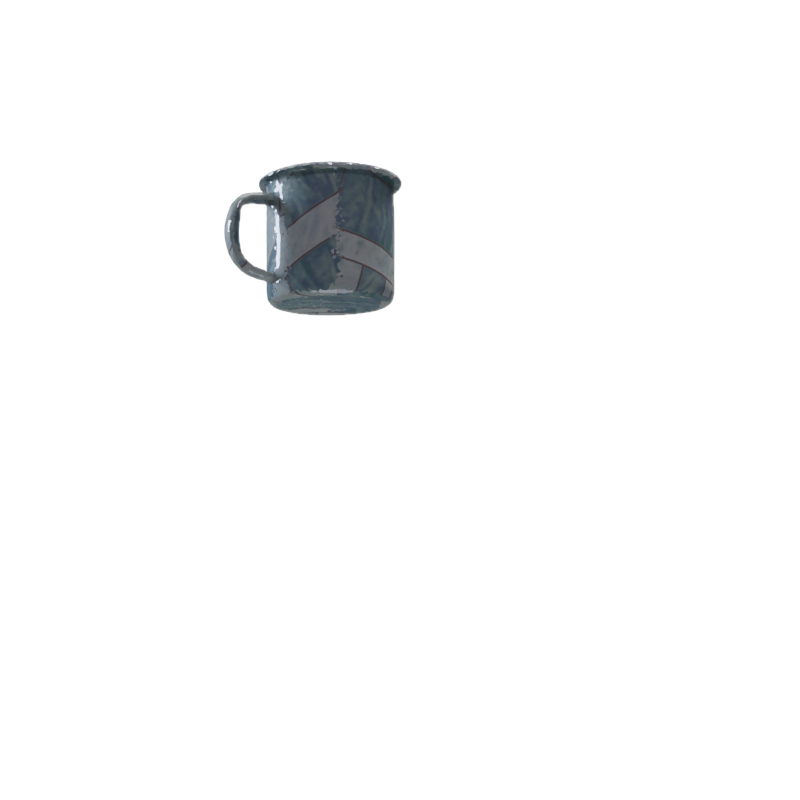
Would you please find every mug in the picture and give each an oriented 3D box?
[{"bbox_3d":[-0.055,-0.101,0.708,0.113,0.084,0.094,4,-11,-26],"label":"mug"}]
